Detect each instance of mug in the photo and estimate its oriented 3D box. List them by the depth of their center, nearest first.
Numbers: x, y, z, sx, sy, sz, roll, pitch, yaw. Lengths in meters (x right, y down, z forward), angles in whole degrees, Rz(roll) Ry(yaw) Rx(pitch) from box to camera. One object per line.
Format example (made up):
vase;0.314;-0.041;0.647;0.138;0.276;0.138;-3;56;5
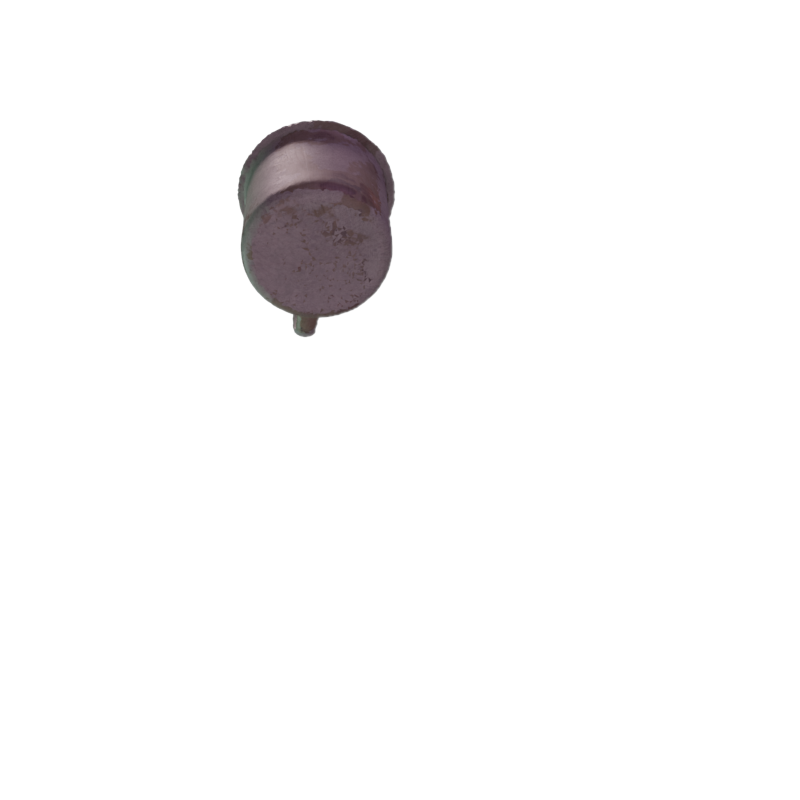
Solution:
mug;-0.049;-0.090;0.627;0.092;0.111;0.087;8;30;-7
